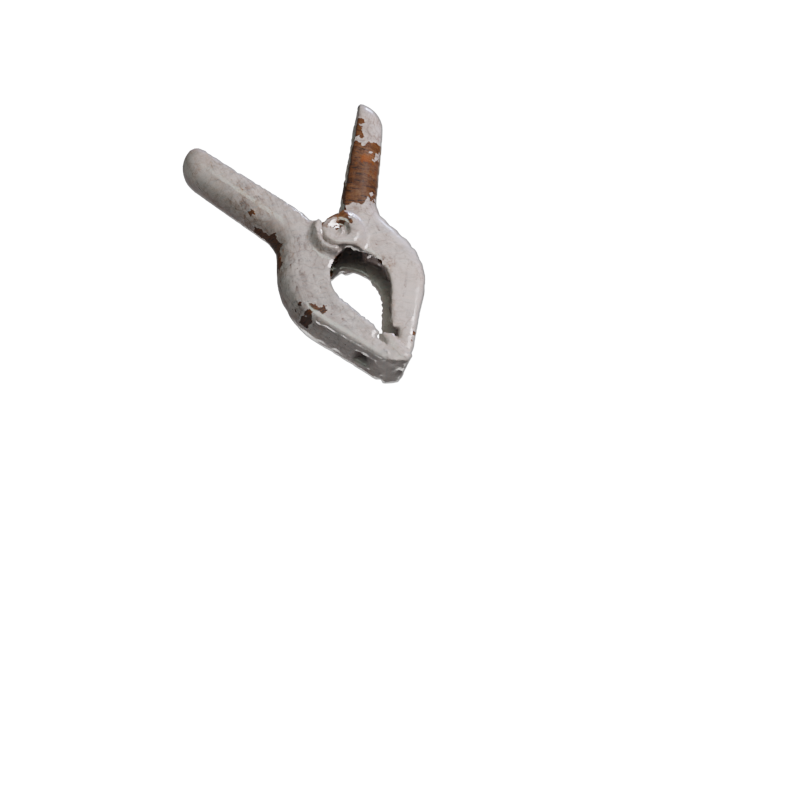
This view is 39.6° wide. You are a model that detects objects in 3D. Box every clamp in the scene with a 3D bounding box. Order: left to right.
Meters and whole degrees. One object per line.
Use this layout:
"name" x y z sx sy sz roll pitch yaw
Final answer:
"clamp" -0.047 -0.086 0.605 0.119 0.184 0.037 -14 -30 -9
